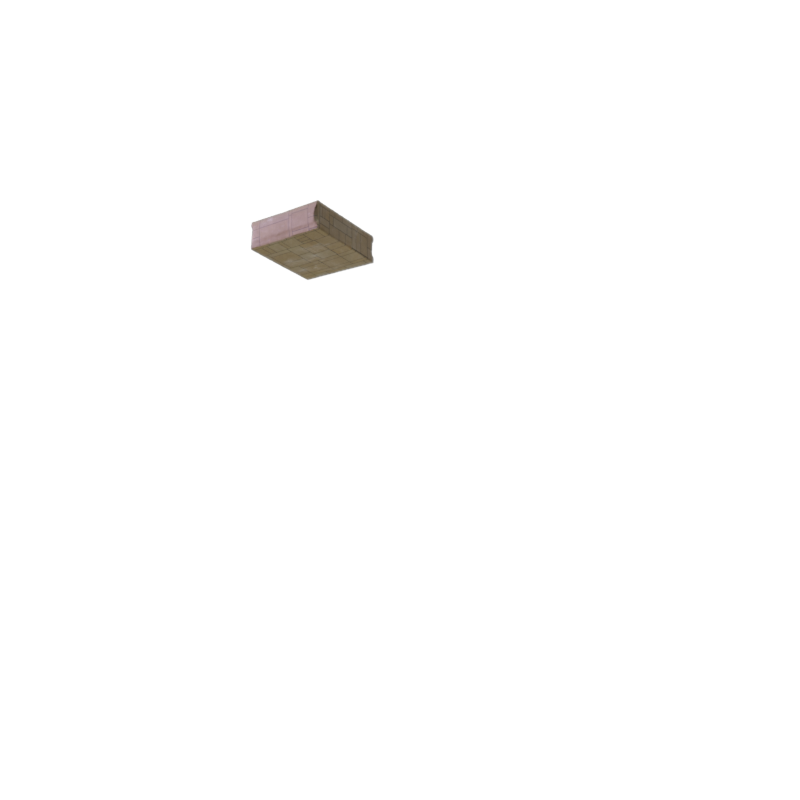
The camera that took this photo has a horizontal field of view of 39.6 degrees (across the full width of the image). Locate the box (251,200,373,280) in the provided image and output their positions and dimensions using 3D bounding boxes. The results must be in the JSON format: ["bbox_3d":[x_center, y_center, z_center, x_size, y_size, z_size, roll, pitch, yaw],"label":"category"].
[{"bbox_3d":[-0.077,-0.140,0.980,0.074,0.032,0.083,-13,-22,32],"label":"box"}]
